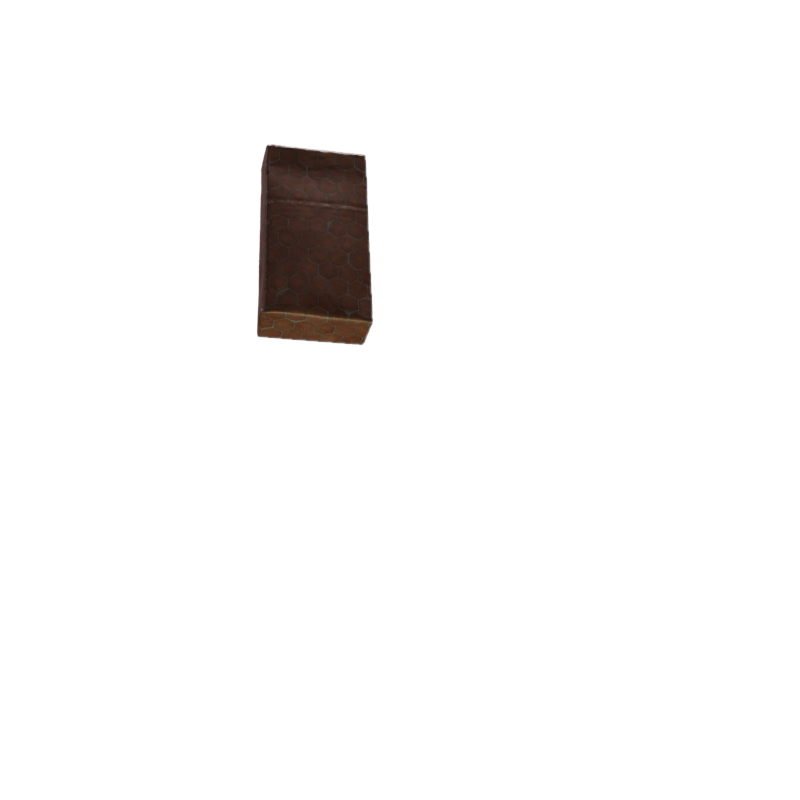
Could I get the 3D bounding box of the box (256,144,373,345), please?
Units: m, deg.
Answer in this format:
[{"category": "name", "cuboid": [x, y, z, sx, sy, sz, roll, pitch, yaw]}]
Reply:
[{"category": "box", "cuboid": [-0.074, -0.136, 0.953, 0.092, 0.189, 0.045, 4, -35, -10]}]
